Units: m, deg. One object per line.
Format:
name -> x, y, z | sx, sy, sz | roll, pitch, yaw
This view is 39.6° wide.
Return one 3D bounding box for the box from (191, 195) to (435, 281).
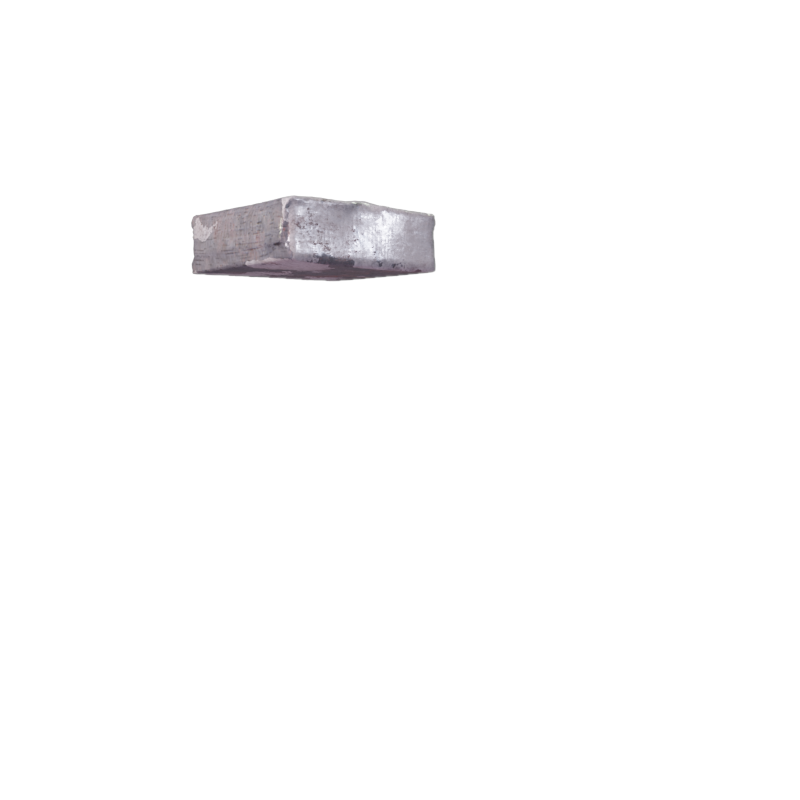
box -> -0.040, -0.073, 0.508 | 0.085, 0.030, 0.075 | 0, 0, -41
